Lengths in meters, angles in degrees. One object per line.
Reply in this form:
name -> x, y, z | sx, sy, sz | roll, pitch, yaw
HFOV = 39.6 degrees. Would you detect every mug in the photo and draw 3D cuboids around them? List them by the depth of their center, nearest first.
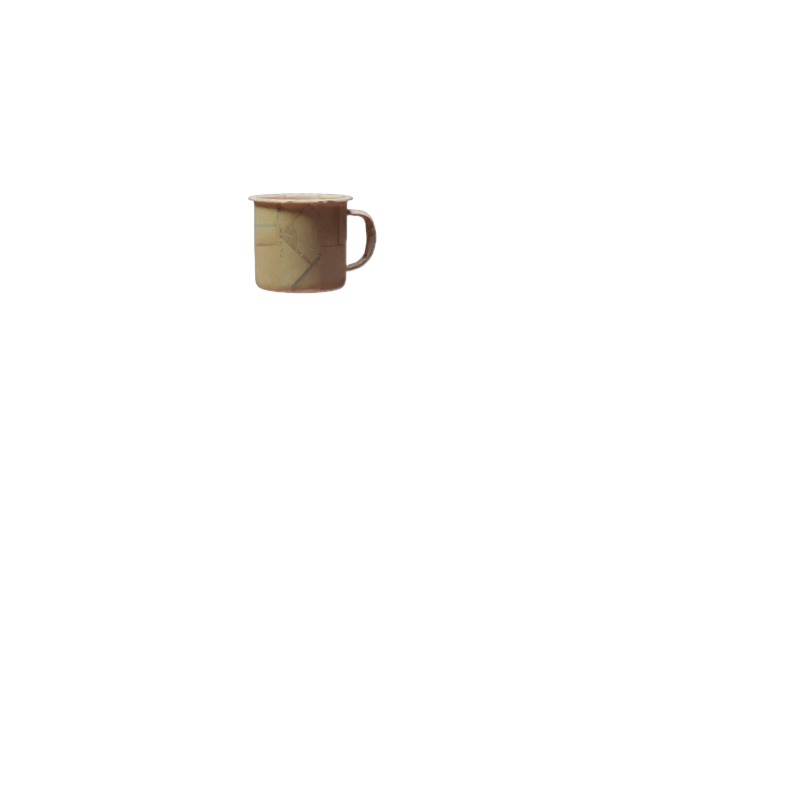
mug -> -0.077, -0.141, 0.987 | 0.114, 0.080, 0.097 | -4, 12, -21
